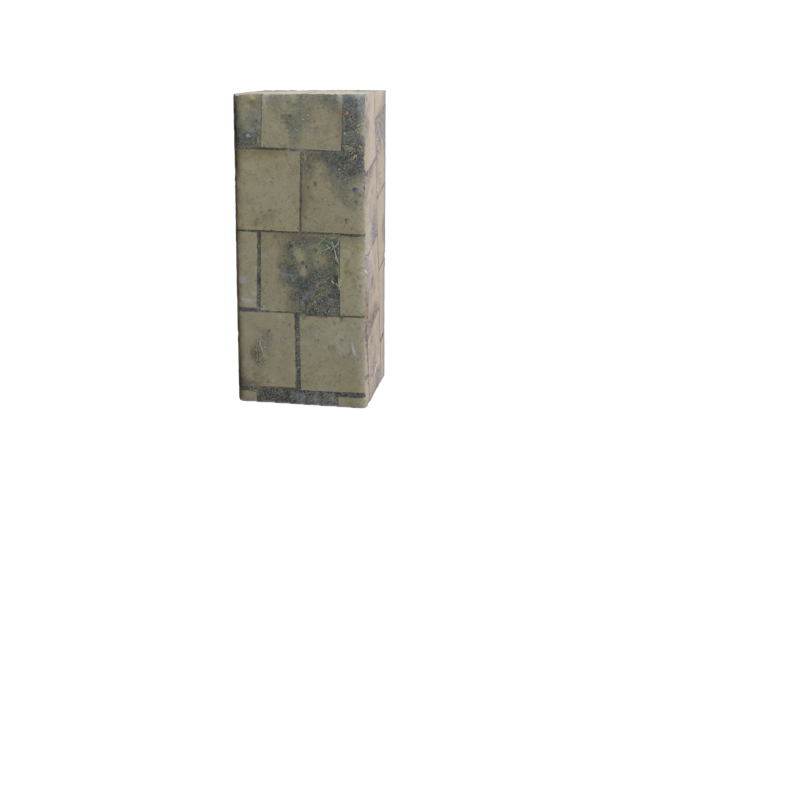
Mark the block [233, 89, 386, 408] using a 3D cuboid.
[{"bbox_3d":[-0.060,-0.109,0.763,0.092,0.201,0.091,2,11,9],"label":"block"}]
